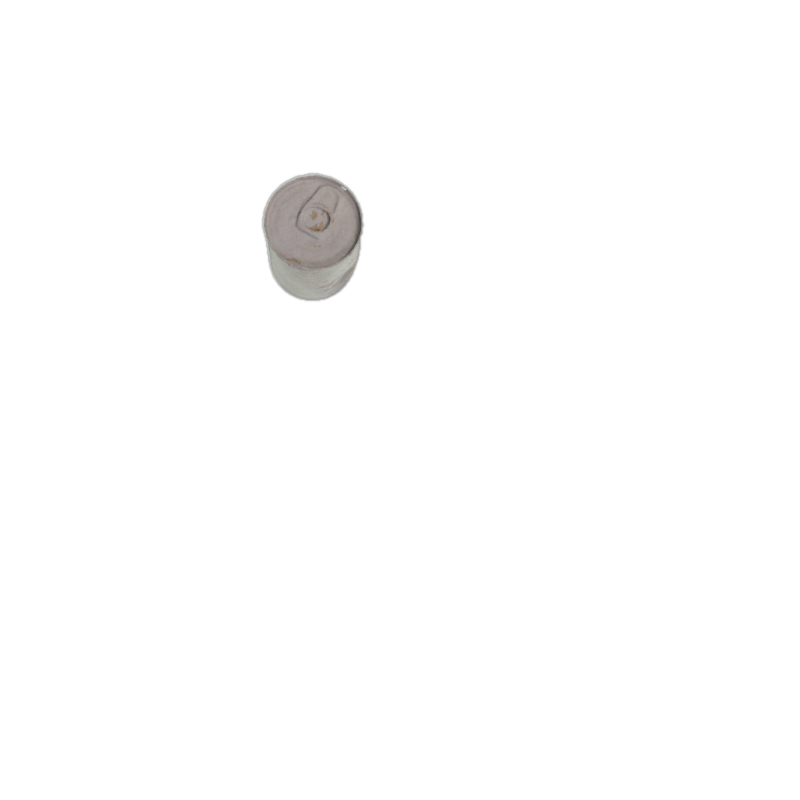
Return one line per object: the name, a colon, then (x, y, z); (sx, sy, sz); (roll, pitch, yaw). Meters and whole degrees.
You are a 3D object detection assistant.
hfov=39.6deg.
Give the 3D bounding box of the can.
can: (-0.063, -0.115, 0.802); (0.068, 0.071, 0.099); (0, -10, -3)
